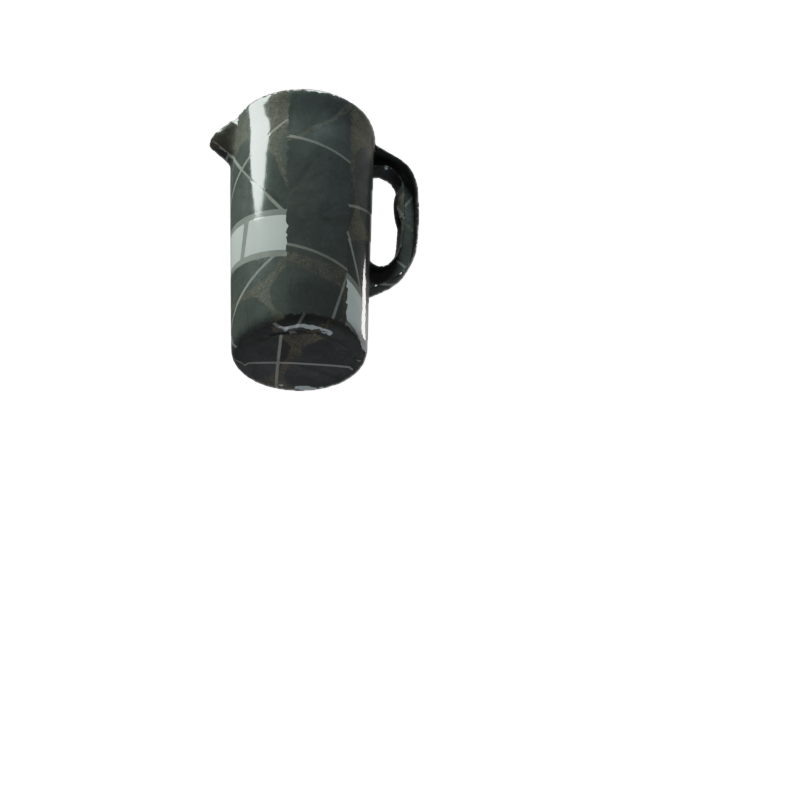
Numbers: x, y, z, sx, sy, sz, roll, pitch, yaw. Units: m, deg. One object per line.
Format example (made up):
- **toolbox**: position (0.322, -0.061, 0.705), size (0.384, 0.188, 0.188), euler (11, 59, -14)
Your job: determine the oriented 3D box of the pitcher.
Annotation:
- **pitcher**: position (-0.074, -0.134, 0.942), size (0.151, 0.260, 0.134), euler (-18, -37, 22)
